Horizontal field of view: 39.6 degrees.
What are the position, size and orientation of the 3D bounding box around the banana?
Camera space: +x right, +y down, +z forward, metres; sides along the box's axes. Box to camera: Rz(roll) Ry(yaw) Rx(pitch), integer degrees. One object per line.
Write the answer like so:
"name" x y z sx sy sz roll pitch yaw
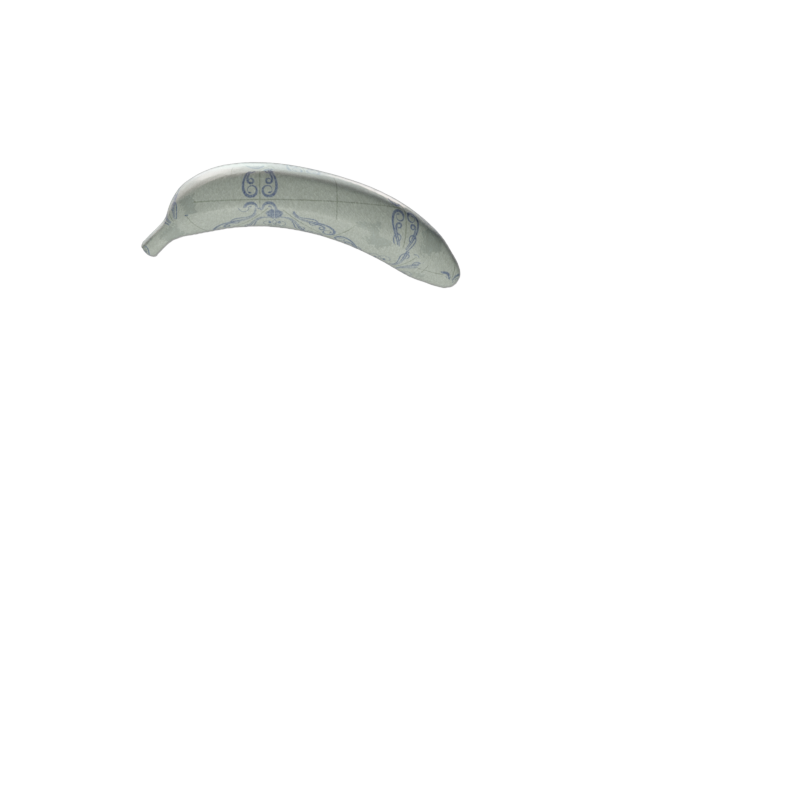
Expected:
"banana" -0.052 -0.108 0.665 0.195 0.039 0.066 7 -39 -9
